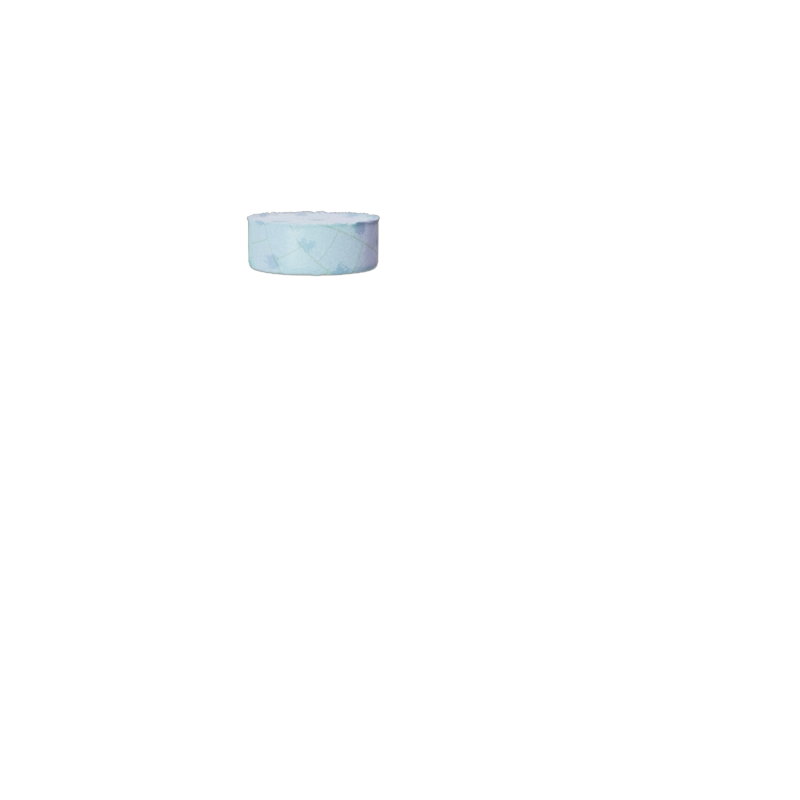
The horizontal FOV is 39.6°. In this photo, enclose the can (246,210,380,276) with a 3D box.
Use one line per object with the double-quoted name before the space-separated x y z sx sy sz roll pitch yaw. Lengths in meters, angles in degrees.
"can" -0.056 -0.102 0.717 0.086 0.033 0.088 0 13 -2
